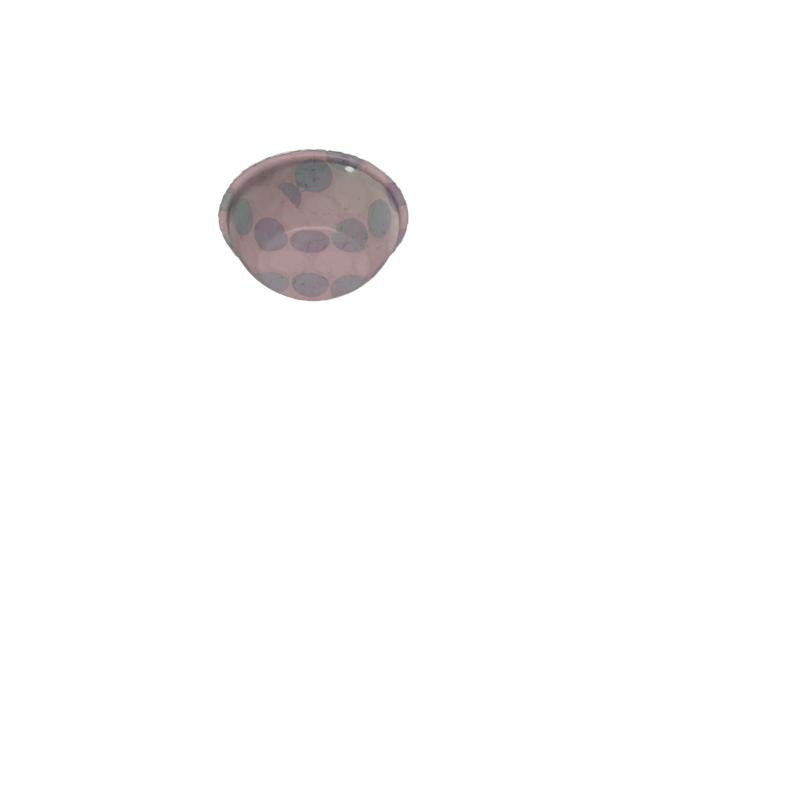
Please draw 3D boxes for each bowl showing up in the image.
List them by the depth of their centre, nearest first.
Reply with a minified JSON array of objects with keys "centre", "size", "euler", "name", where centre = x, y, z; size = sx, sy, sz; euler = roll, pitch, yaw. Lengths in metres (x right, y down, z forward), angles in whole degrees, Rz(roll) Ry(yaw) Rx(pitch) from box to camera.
[{"centre":[-0.073,-0.132,0.927],"size":[0.162,0.059,0.151],"euler":[1,-39,-1],"name":"bowl"}]
